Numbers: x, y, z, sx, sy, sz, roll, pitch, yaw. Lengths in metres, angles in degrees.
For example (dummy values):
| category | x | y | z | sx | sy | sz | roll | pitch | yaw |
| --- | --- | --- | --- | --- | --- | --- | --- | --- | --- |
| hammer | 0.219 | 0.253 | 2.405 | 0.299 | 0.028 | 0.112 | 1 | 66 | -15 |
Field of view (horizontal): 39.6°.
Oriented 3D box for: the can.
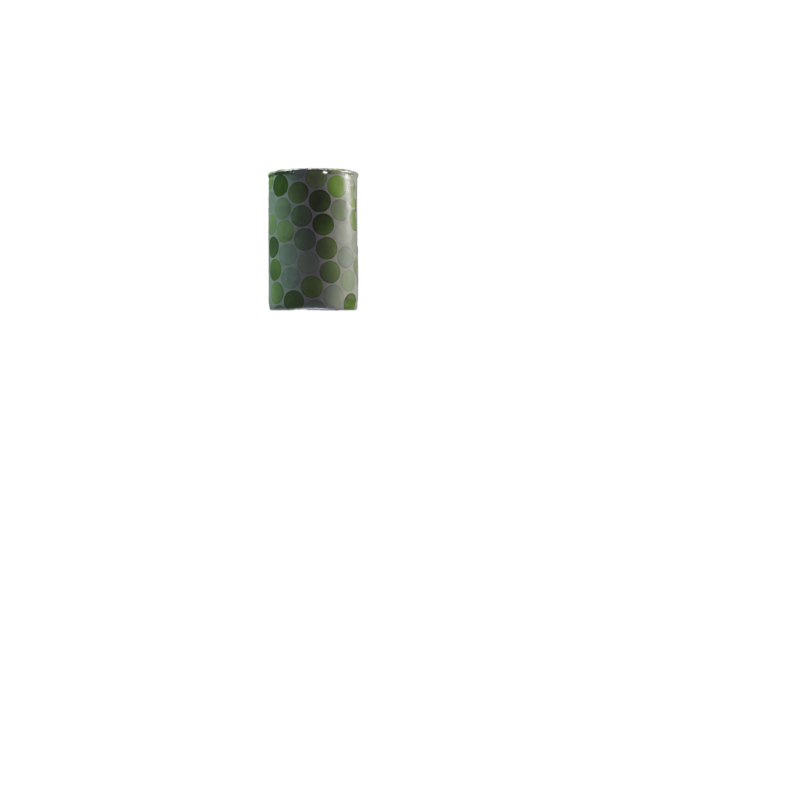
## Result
| category | x | y | z | sx | sy | sz | roll | pitch | yaw |
| --- | --- | --- | --- | --- | --- | --- | --- | --- | --- |
| can | -0.065 | -0.118 | 0.826 | 0.068 | 0.103 | 0.068 | 0 | -2 | -2 |
